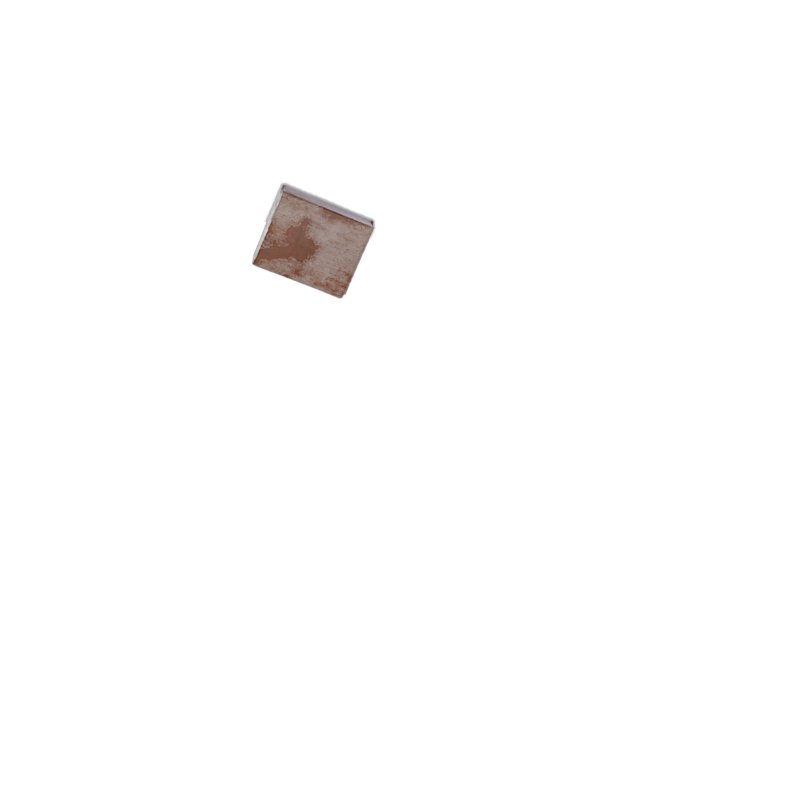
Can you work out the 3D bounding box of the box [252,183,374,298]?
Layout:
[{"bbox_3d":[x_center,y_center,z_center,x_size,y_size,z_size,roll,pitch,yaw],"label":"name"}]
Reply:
[{"bbox_3d":[-0.076,-0.140,0.978,0.088,0.071,0.031,21,18,-8],"label":"box"}]
